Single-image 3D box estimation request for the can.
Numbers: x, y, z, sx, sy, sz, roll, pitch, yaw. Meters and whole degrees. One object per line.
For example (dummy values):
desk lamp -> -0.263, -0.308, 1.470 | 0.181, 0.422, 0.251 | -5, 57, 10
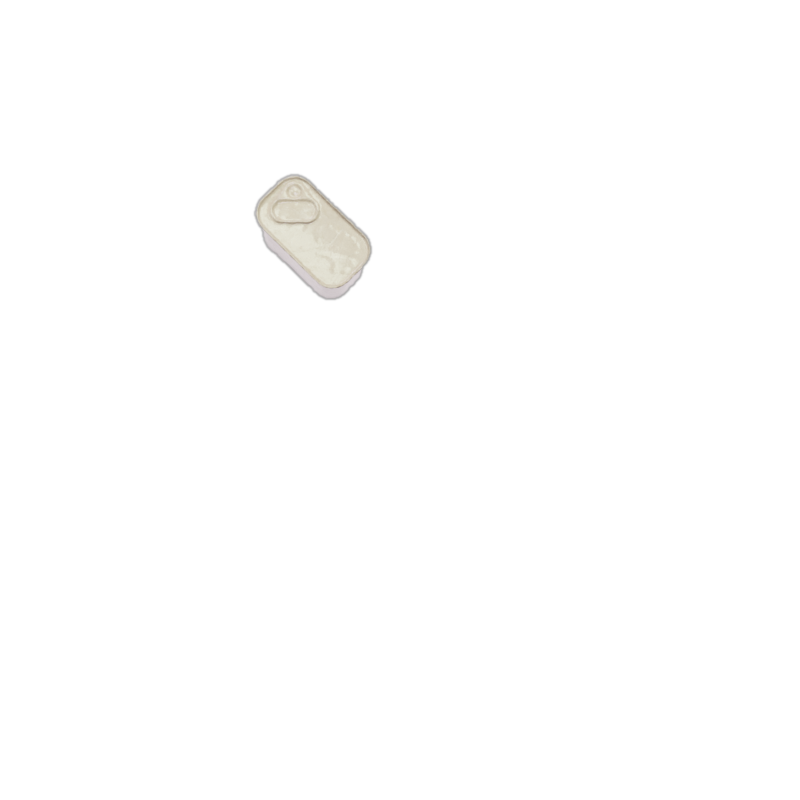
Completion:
can -> -0.076, -0.138, 0.966 | 0.104, 0.058, 0.082 | 44, -7, 5
